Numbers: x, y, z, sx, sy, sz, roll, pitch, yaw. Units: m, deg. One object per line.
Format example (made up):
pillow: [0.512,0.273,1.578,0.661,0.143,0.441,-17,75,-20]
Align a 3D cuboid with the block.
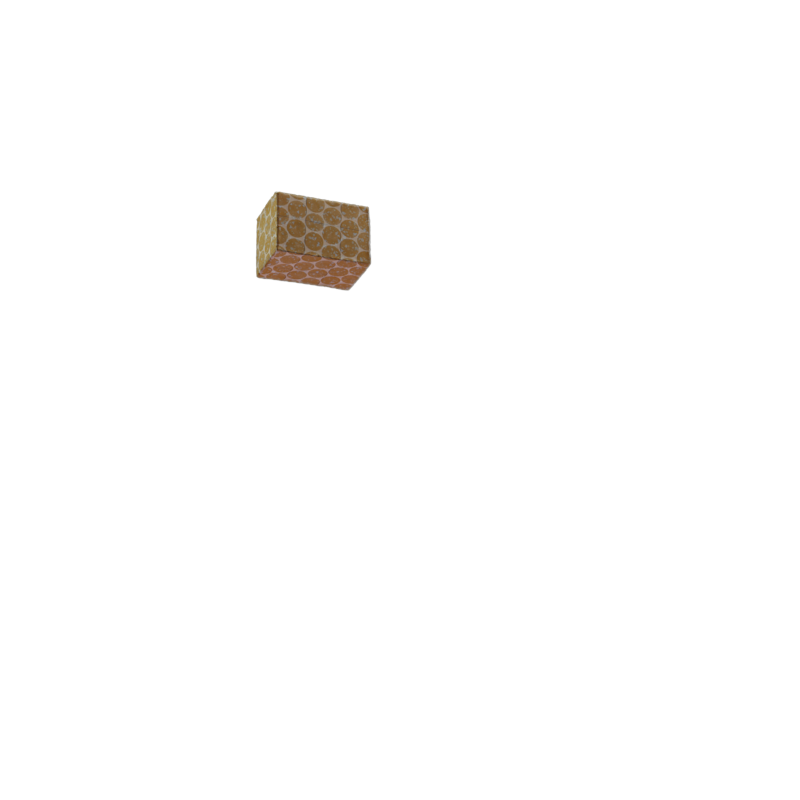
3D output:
block: [-0.067,-0.121,0.851,0.076,0.054,0.051,8,-24,-20]
